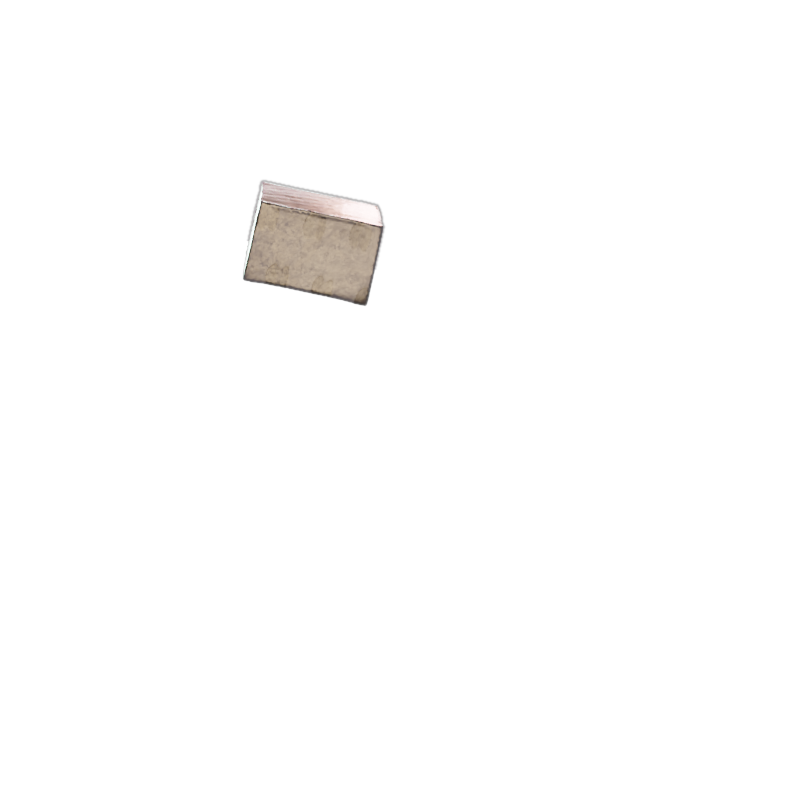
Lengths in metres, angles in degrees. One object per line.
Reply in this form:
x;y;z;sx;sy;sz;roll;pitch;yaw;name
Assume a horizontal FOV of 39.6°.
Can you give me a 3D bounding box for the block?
-0.053;-0.097;0.682;0.077;0.051;0.054;12;20;-6;block
